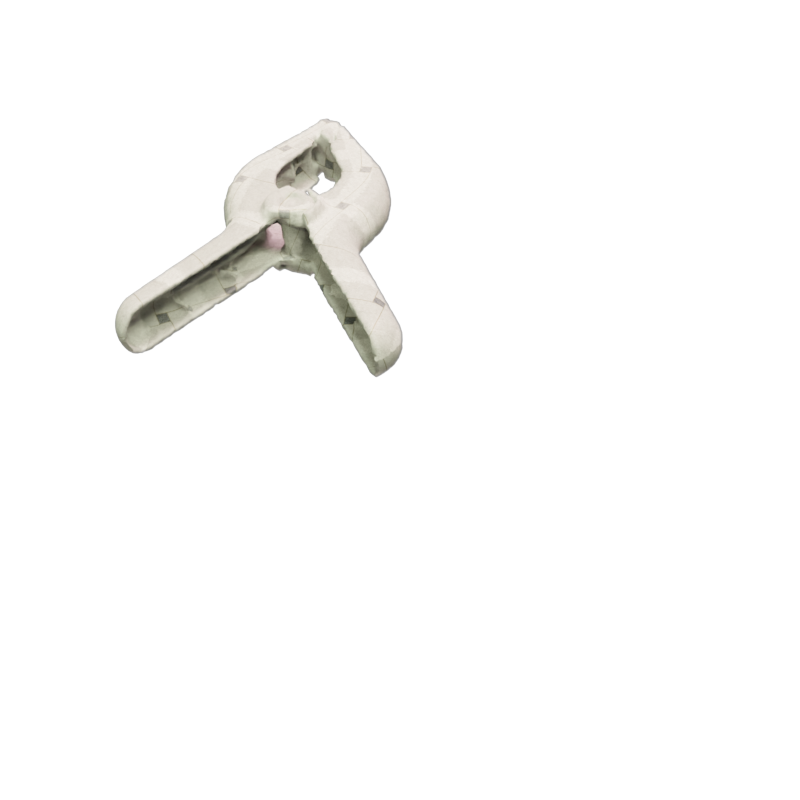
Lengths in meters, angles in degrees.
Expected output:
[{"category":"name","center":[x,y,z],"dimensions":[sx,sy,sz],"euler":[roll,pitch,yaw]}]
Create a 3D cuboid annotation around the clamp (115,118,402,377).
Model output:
[{"category":"clamp","center":[-0.039,-0.072,0.503],"dimensions":[0.123,0.036,0.179],"euler":[14,46,13]}]
